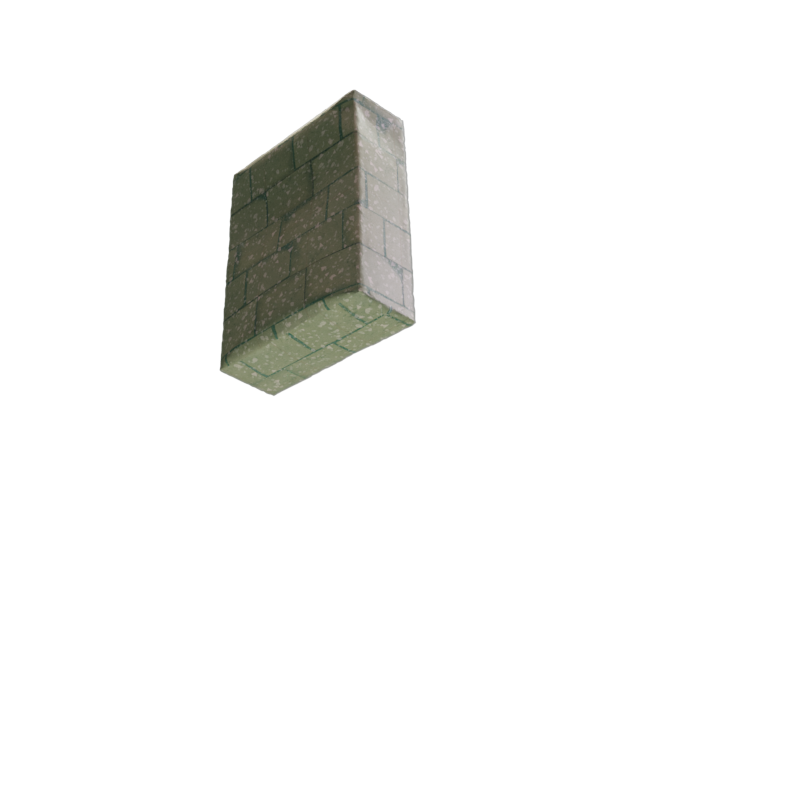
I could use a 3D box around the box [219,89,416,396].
[{"bbox_3d":[-0.073,-0.134,0.938,0.164,0.228,0.067,-28,-41,34],"label":"box"}]
